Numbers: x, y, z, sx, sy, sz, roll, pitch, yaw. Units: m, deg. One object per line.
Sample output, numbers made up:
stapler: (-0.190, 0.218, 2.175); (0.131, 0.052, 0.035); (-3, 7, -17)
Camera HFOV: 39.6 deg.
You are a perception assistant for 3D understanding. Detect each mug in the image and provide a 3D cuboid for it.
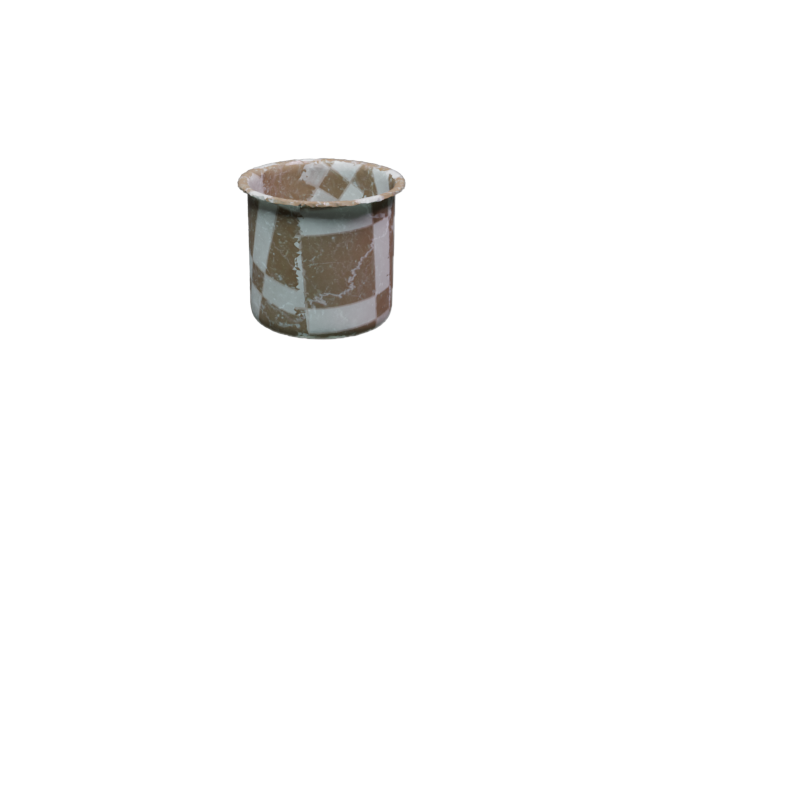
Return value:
mug: (-0.050, -0.091, 0.635); (0.091, 0.078, 0.125); (-10, 26, -23)
